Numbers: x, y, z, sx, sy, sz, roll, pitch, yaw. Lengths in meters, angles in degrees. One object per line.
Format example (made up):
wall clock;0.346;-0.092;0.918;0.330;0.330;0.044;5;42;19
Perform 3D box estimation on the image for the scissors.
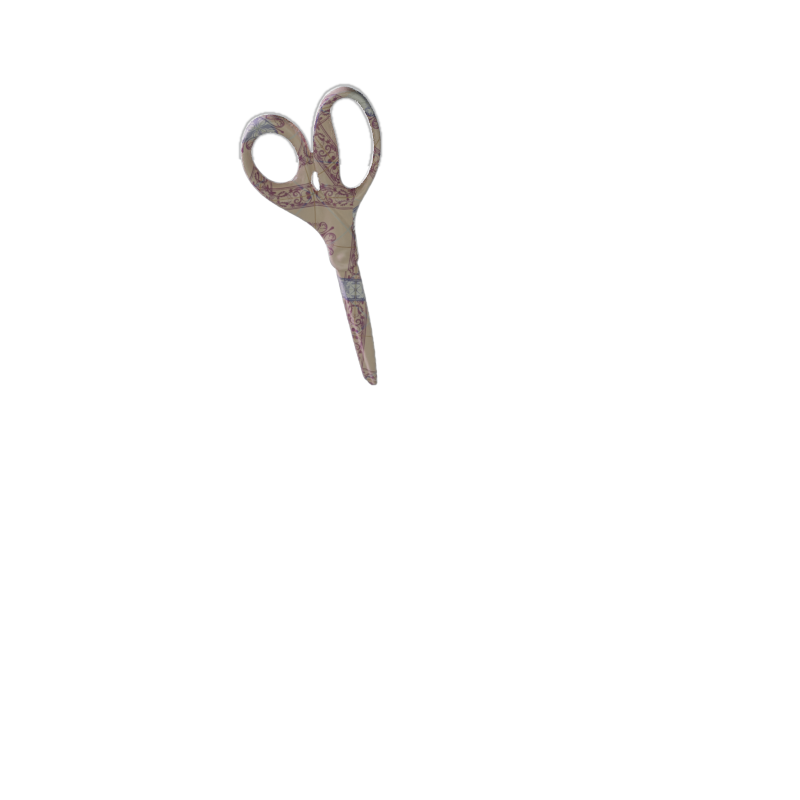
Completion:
scissors;-0.055;-0.101;0.704;0.096;0.192;0.017;4;22;-2
